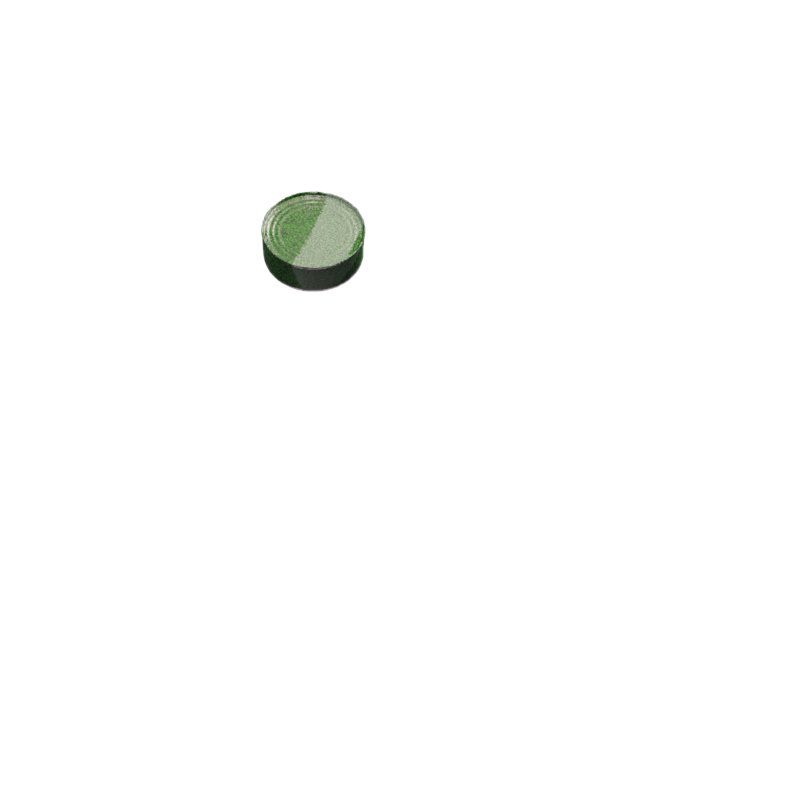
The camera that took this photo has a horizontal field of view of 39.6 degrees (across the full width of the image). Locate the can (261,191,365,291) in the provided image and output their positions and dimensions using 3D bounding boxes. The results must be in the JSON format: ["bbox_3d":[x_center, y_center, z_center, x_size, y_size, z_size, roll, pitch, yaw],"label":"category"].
[{"bbox_3d":[-0.072,-0.132,0.922,0.086,0.092,0.031,-1,-39,-1],"label":"can"}]
